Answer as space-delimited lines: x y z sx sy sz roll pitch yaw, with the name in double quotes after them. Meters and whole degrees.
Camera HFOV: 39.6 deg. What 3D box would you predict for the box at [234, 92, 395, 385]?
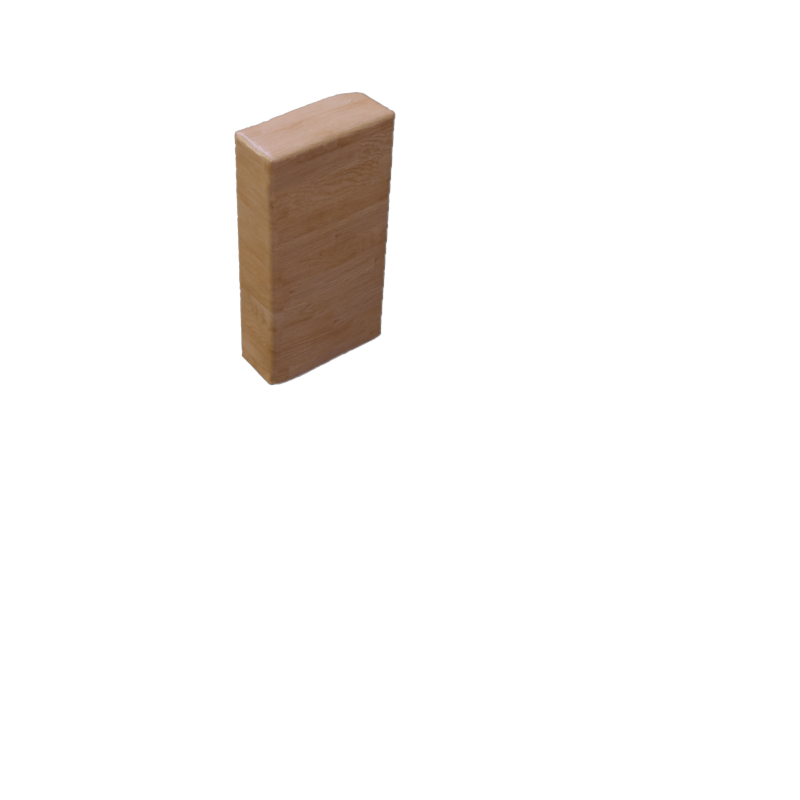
-0.054 -0.099 0.694 0.093 0.165 0.052 -26 46 -31 "box"
